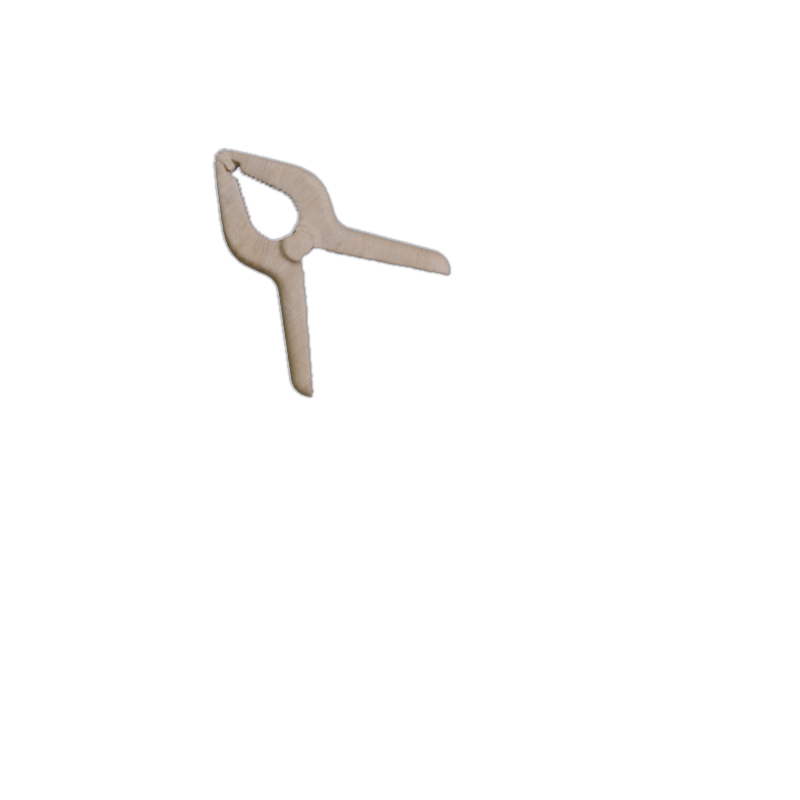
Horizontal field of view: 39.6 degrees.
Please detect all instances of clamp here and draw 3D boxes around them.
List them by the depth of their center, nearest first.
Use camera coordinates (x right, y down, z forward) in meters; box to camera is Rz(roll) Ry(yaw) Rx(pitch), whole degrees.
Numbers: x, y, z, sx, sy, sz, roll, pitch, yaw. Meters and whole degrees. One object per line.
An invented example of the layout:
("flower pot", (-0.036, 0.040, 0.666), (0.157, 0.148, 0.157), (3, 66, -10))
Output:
("clamp", (-0.072, -0.132, 0.922), (0.164, 0.211, 0.036), (-35, -1, -1))
